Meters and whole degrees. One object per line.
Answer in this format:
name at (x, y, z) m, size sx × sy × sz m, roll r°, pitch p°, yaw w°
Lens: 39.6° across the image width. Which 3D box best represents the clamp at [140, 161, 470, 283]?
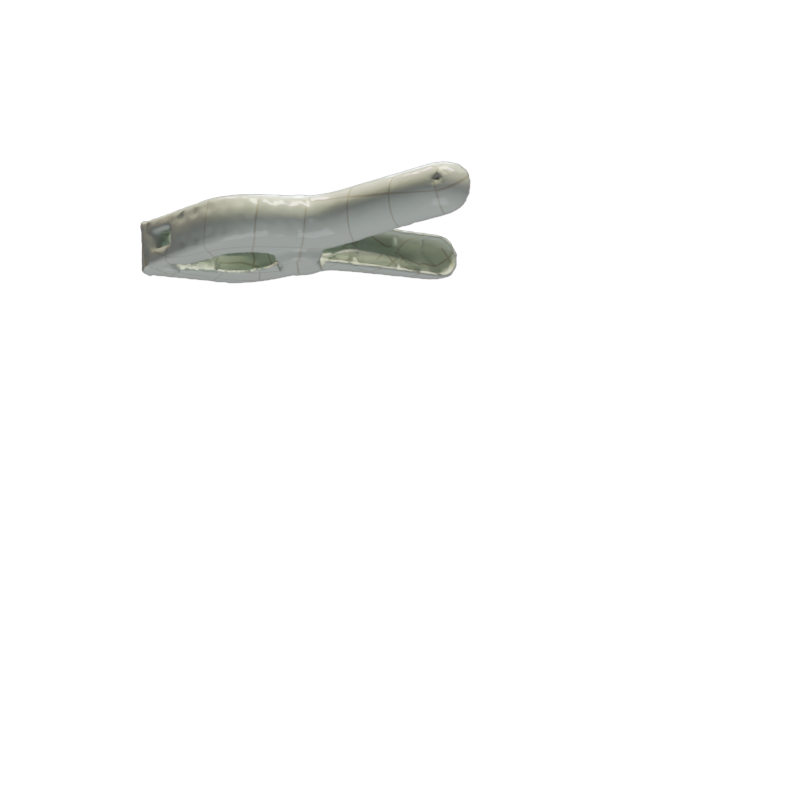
clamp at (-0.045, -0.082, 0.577) m, size 0.173 × 0.041 × 0.113 m, roll -4°, pitch -20°, yaw 10°
